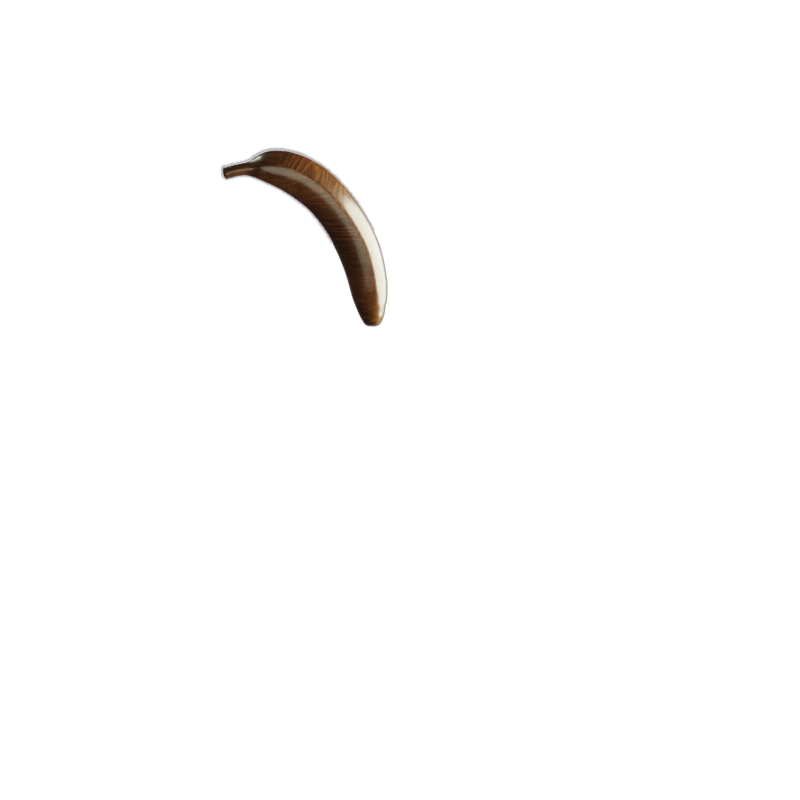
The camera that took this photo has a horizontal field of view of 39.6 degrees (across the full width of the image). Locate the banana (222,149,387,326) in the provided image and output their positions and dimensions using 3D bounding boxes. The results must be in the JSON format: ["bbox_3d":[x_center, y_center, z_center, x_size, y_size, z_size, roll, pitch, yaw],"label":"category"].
[{"bbox_3d":[-0.064,-0.152,0.961,0.069,0.191,0.038,-41,14,12],"label":"banana"}]
